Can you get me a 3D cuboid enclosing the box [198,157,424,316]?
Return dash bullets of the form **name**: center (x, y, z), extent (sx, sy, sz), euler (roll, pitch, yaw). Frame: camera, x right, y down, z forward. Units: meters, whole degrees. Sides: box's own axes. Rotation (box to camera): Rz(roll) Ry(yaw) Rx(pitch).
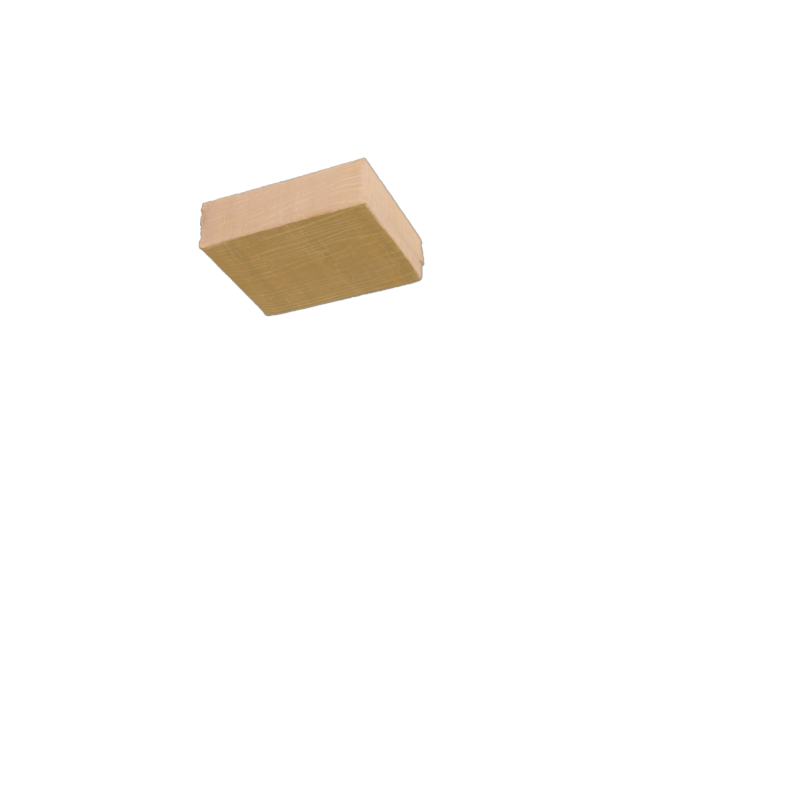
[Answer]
- **box**: center (-0.053, -0.097, 0.679), extent (0.115, 0.042, 0.083), euler (-13, -34, 20)
